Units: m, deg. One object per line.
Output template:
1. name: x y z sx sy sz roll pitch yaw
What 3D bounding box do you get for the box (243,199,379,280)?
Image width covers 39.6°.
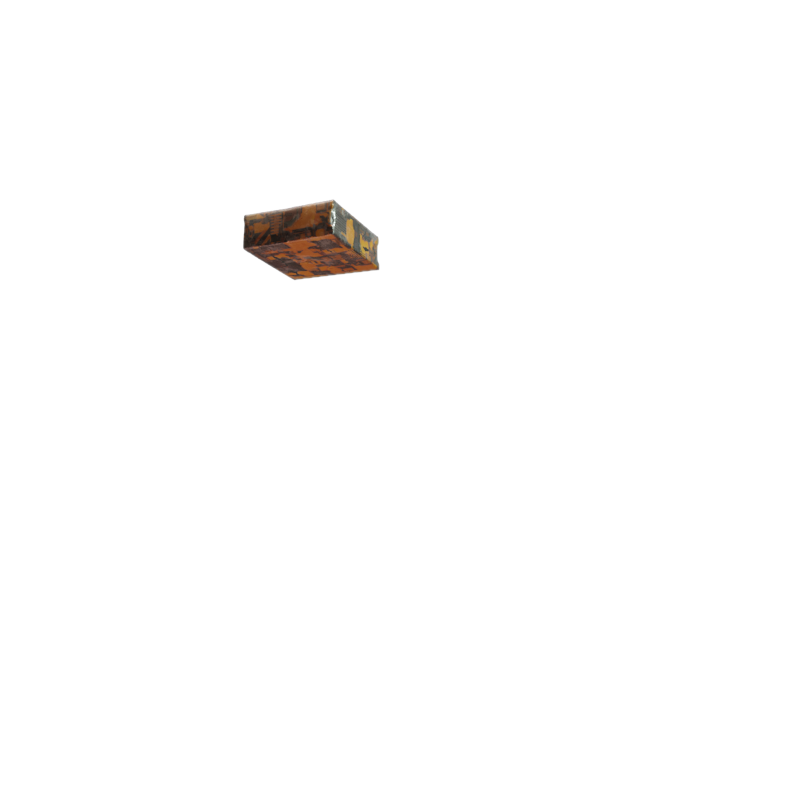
1. box: -0.065 -0.118 0.827 0.075 0.031 0.084 -6 -14 23
